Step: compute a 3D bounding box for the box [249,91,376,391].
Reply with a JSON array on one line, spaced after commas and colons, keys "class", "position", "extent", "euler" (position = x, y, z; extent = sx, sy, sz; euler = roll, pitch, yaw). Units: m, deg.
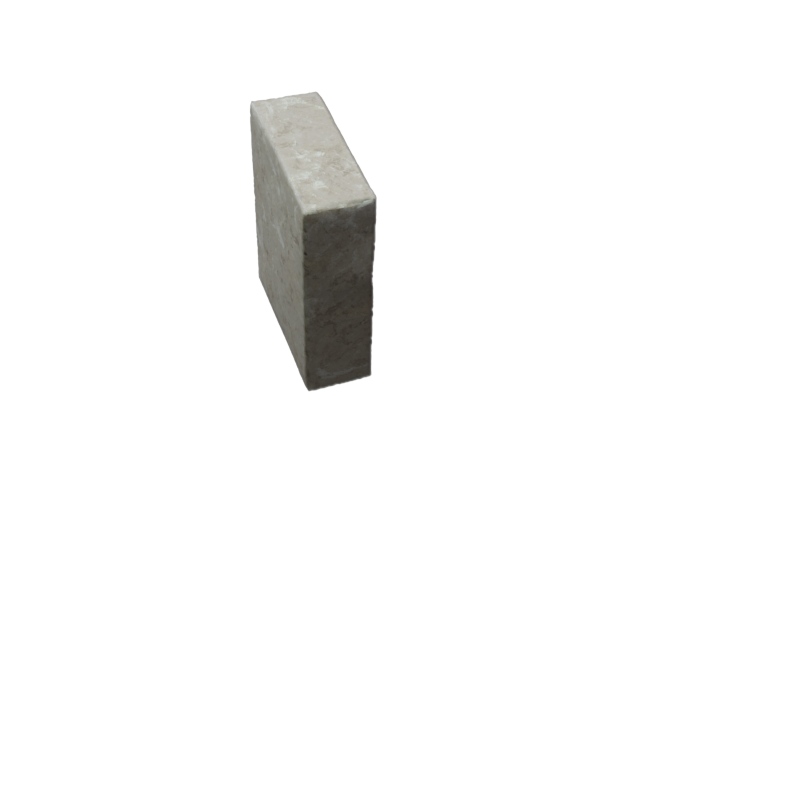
[{"class": "box", "position": [-0.078, -0.142, 0.991], "extent": [0.071, 0.199, 0.178], "euler": [-12, 47, -16]}]
